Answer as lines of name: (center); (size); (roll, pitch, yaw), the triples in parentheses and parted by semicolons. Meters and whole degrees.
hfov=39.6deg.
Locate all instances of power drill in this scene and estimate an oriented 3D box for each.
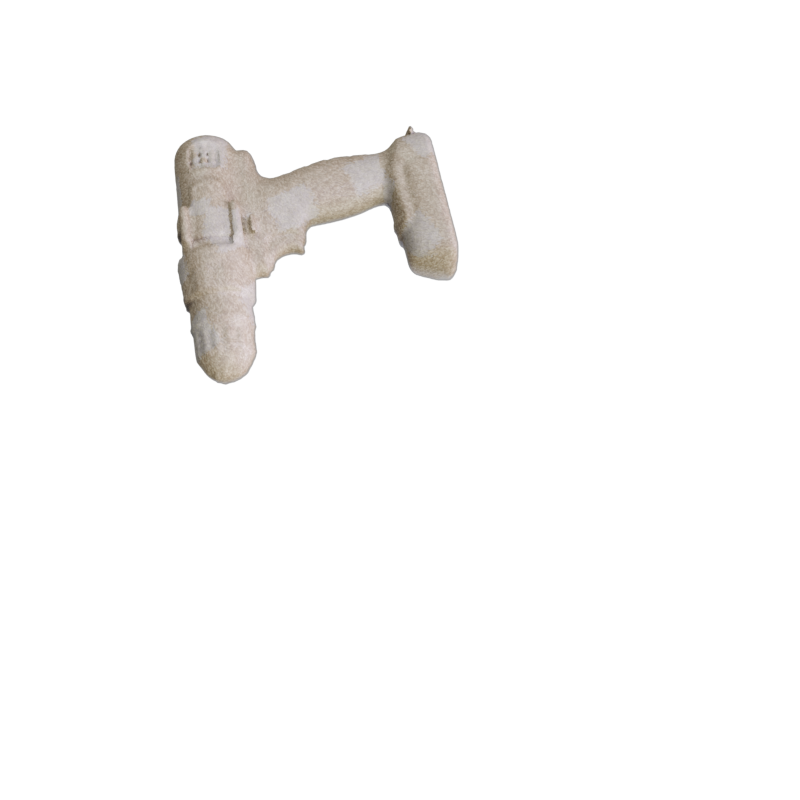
power drill: (-0.059, -0.108, 0.757); (0.187, 0.196, 0.054); (-8, -25, -4)
